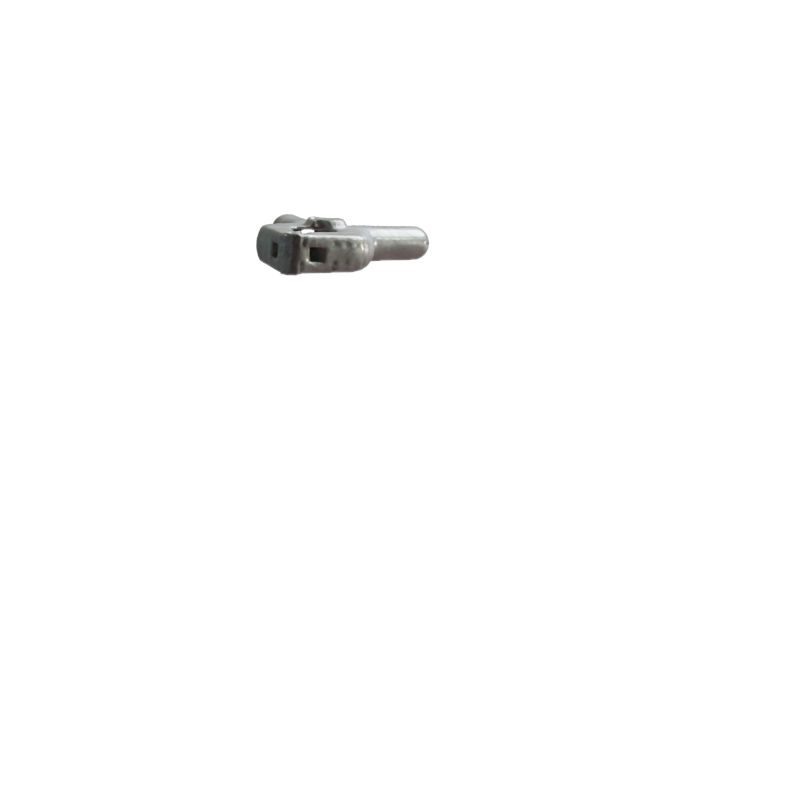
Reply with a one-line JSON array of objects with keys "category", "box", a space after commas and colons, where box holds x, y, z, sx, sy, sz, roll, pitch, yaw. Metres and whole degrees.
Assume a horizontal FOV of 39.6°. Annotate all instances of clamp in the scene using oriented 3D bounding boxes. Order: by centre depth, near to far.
[{"category": "clamp", "box": [-0.061, -0.111, 0.778, 0.124, 0.039, 0.168, 3, 10, 22]}]
